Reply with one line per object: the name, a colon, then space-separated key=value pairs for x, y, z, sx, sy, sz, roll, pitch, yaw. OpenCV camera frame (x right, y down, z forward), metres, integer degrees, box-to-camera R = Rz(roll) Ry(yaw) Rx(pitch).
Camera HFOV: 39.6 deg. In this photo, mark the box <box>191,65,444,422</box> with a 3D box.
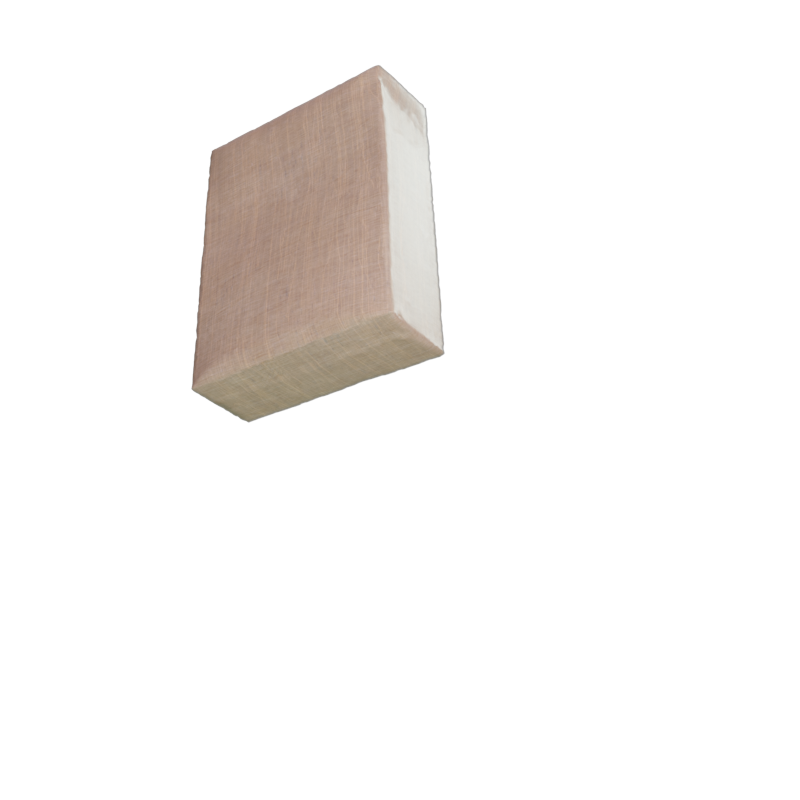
box: x=-0.061 y=-0.111 z=0.781 sx=0.165 sy=0.228 sz=0.067 roll=-21 pitch=-37 yaw=28
